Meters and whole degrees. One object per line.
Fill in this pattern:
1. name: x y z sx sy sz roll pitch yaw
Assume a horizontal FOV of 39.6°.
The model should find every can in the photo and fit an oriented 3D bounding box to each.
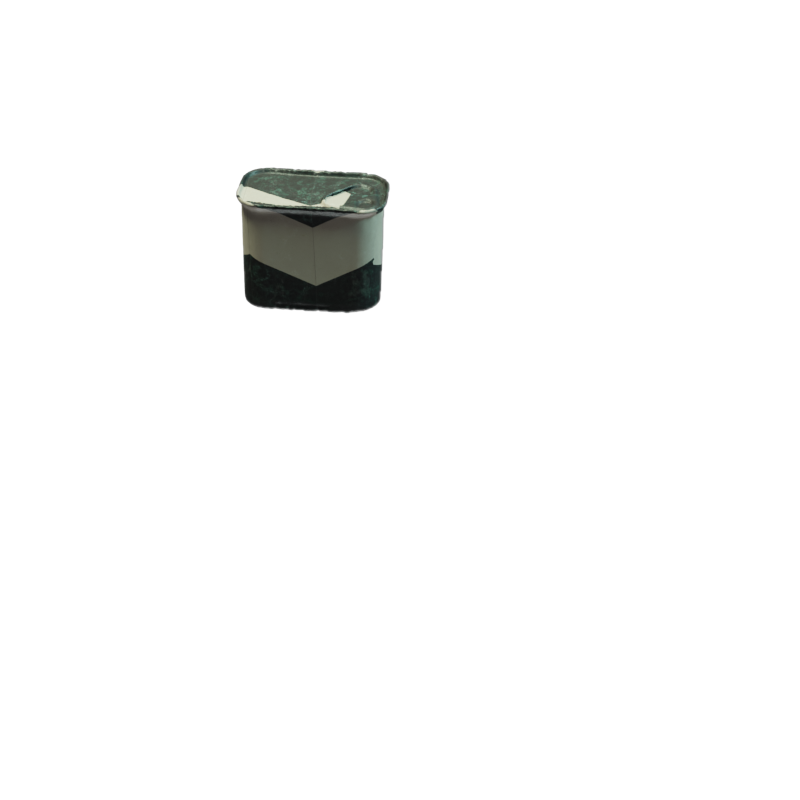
1. can: -0.060 -0.110 0.767 0.103 0.079 0.061 4 33 4
